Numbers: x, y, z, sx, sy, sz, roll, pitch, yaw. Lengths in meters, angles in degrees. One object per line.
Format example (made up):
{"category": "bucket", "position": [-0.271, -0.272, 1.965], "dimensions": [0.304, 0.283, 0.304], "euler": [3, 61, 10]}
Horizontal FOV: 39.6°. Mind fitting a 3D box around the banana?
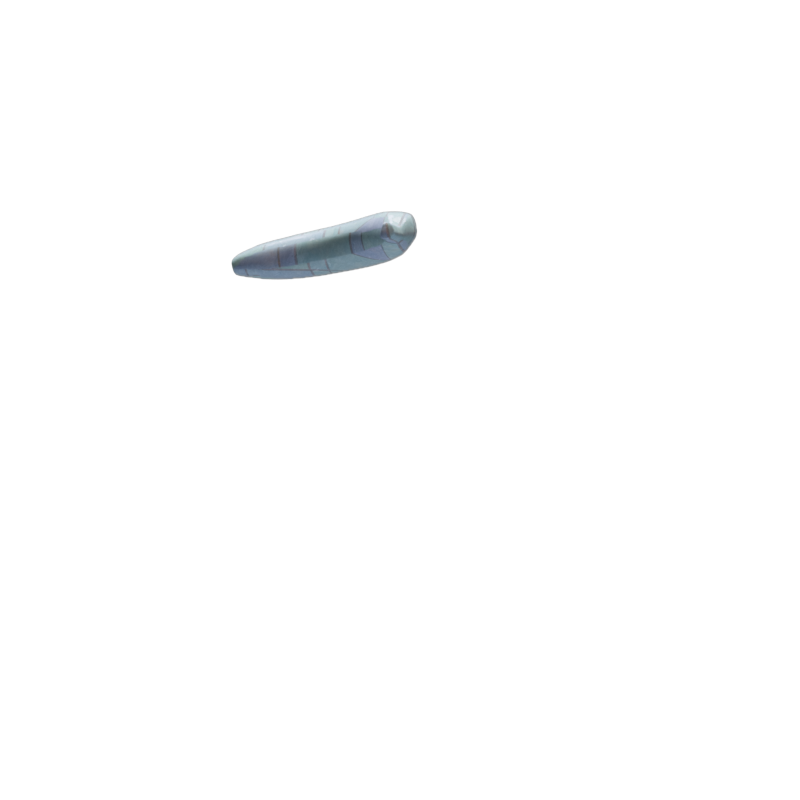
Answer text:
{"category": "banana", "position": [-0.050, -0.121, 0.860], "dimensions": [0.066, 0.038, 0.202], "euler": [6, -8, -41]}
